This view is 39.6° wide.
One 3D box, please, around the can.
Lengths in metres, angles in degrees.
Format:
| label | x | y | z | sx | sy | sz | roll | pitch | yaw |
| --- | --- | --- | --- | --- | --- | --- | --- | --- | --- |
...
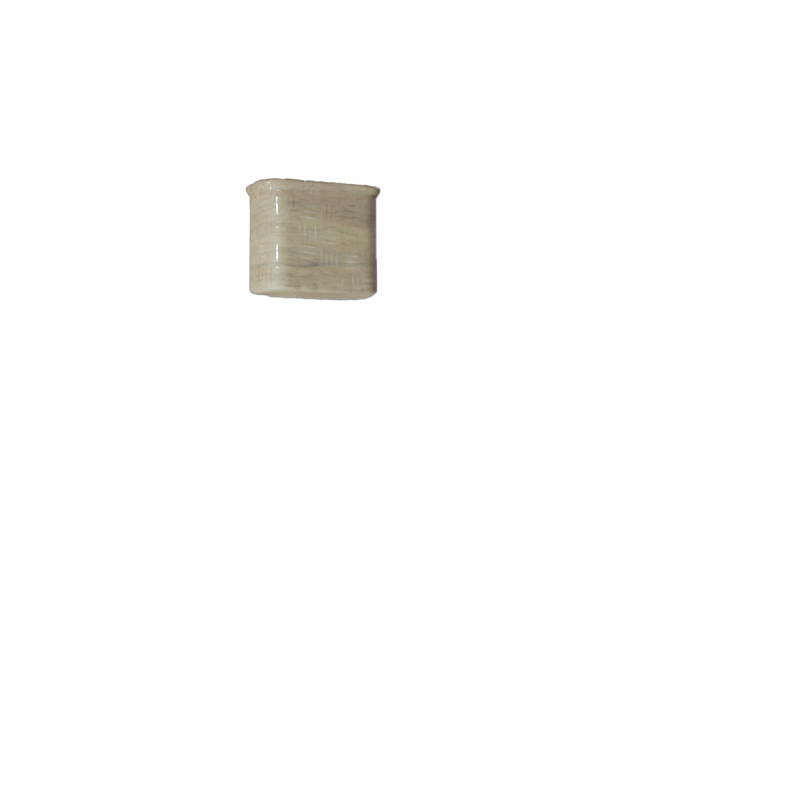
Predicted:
| label | x | y | z | sx | sy | sz | roll | pitch | yaw |
| --- | --- | --- | --- | --- | --- | --- | --- | --- | --- |
| can | -0.067 | -0.121 | 0.849 | 0.099 | 0.085 | 0.058 | 2 | -6 | -24 |
